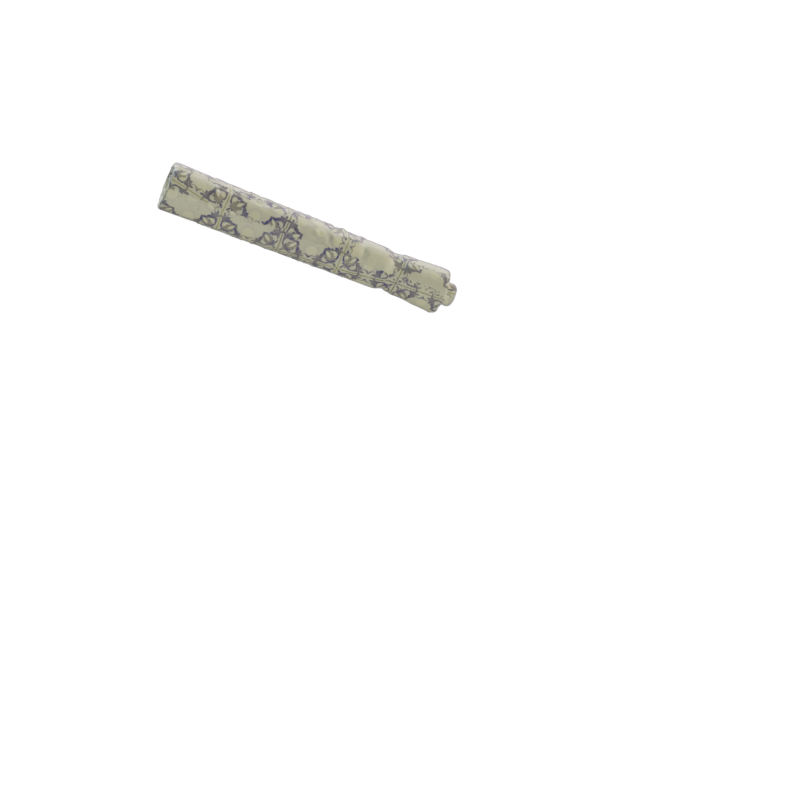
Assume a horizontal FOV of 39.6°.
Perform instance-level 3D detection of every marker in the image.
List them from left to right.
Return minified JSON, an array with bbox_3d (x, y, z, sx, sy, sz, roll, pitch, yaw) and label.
[{"bbox_3d":[-0.033,-0.061,0.426,0.118,0.020,0.020,20,-1,-13],"label":"marker"}]
